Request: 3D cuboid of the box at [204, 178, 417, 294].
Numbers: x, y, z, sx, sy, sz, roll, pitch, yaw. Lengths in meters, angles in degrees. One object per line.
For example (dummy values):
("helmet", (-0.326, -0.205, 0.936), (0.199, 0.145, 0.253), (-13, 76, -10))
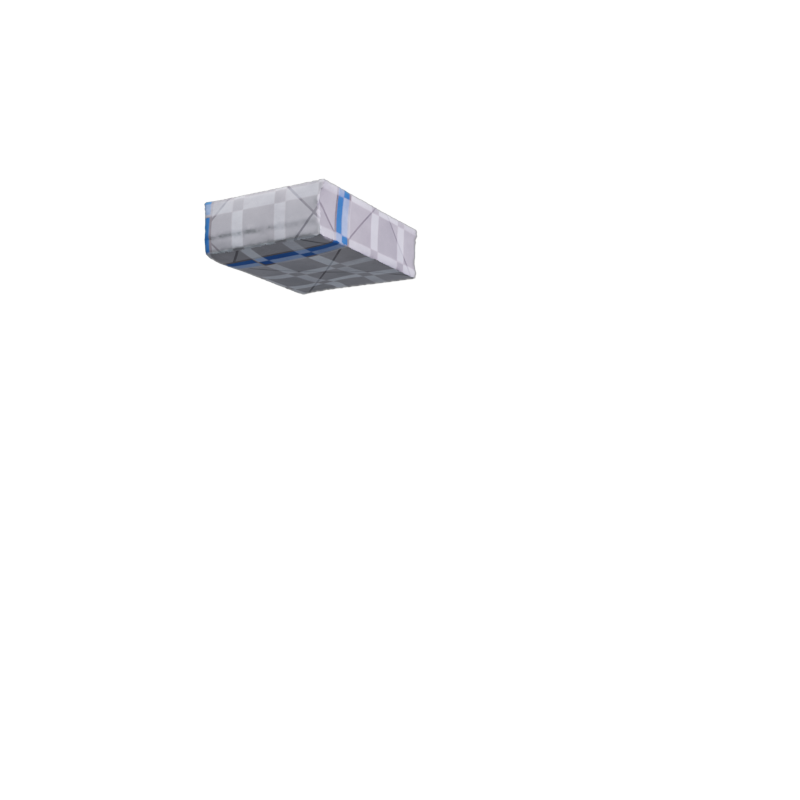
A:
("box", (-0.054, -0.099, 0.694), (0.092, 0.040, 0.107), (-6, -11, 31))
